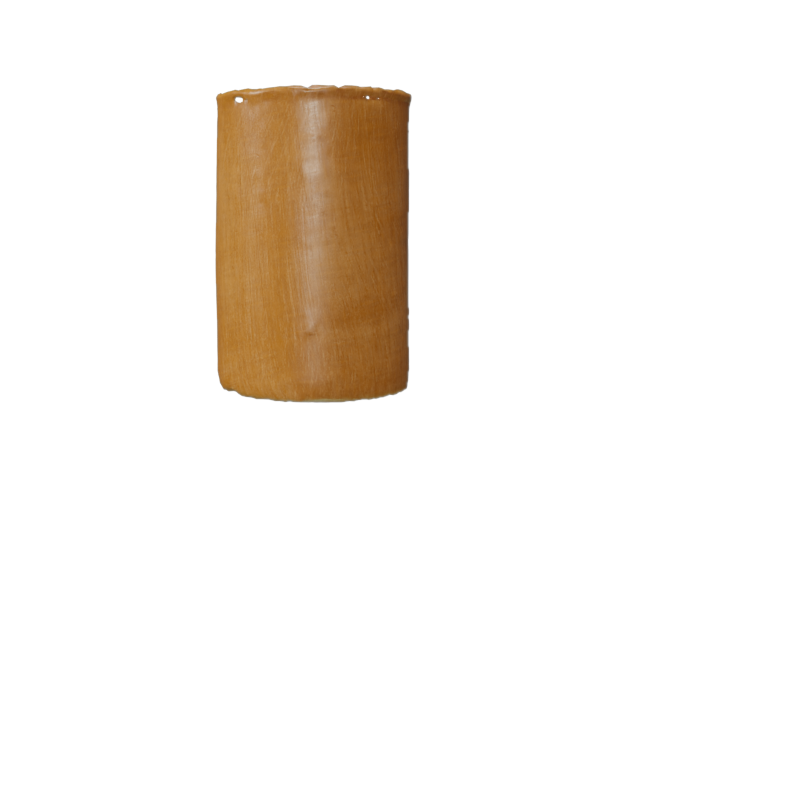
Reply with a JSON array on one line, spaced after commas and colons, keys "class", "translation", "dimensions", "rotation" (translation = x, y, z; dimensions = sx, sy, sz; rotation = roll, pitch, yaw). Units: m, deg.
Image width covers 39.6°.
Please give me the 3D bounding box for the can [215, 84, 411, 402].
[{"class": "can", "translation": [-0.030, -0.055, 0.387], "dimensions": [0.068, 0.102, 0.069], "rotation": [0, 4, -2]}]
